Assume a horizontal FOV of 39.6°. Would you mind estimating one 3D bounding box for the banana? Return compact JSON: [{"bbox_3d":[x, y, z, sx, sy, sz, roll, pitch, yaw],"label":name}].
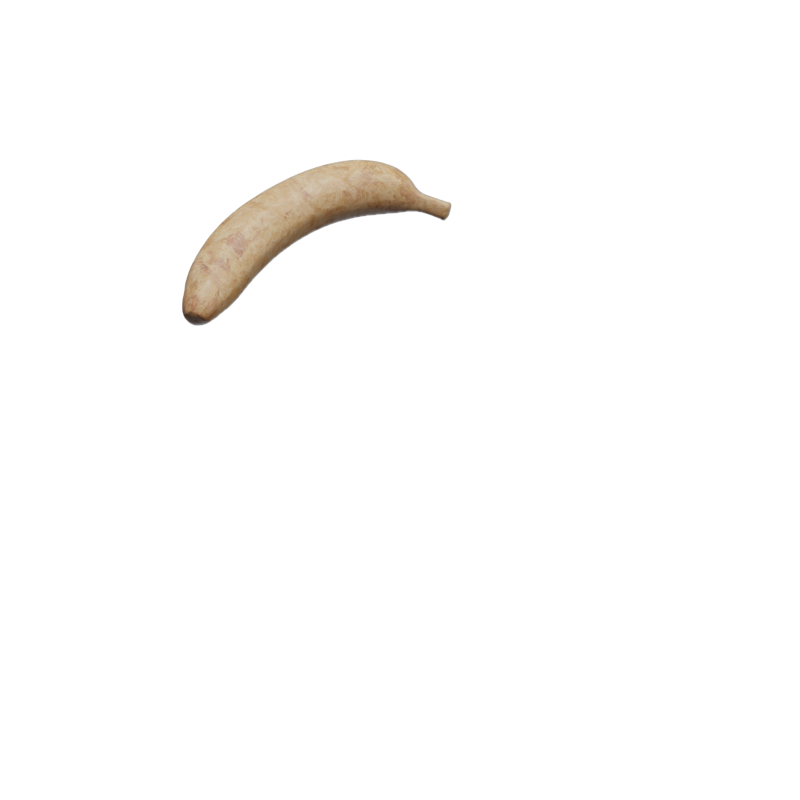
[{"bbox_3d":[-0.061,-0.108,0.682,0.197,0.034,0.075,-29,50,-28],"label":"banana"}]
